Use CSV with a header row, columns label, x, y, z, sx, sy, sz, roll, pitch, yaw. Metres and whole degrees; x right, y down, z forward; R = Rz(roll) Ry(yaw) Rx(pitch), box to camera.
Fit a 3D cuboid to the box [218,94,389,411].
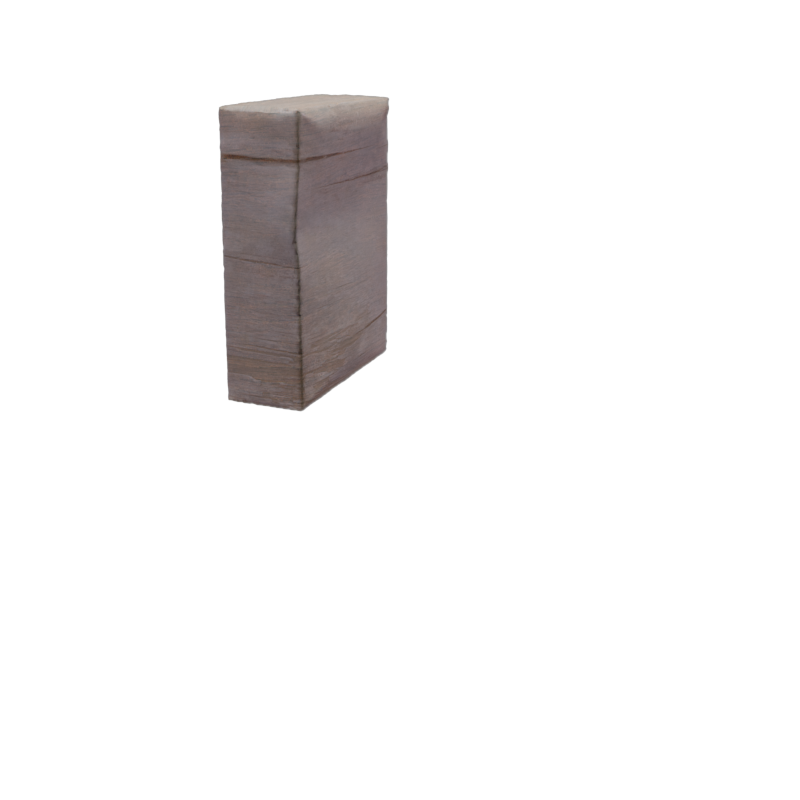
label,x,y,z,sx,sy,sz,roll,pitch,yaw
box,-0.066,-0.120,0.838,0.074,0.208,0.164,6,15,22
